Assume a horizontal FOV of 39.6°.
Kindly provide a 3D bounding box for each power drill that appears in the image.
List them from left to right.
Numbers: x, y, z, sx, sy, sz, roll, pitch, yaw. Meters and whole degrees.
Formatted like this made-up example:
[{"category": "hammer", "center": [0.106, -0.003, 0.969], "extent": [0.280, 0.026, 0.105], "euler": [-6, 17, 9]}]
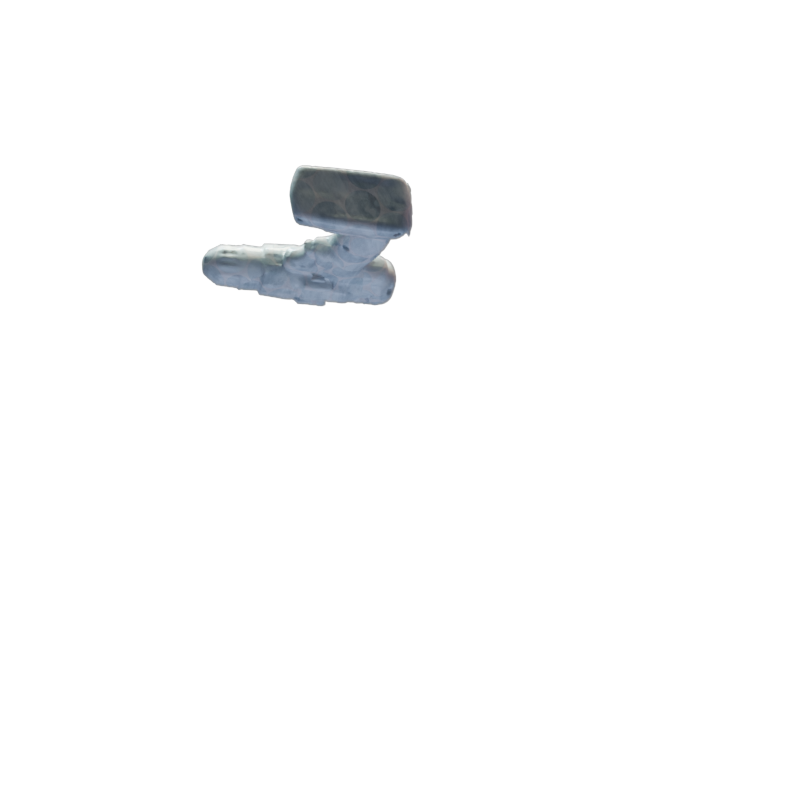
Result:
[{"category": "power drill", "center": [-0.078, -0.141, 0.990], "extent": [0.181, 0.060, 0.182], "euler": [4, -18, -13]}]
